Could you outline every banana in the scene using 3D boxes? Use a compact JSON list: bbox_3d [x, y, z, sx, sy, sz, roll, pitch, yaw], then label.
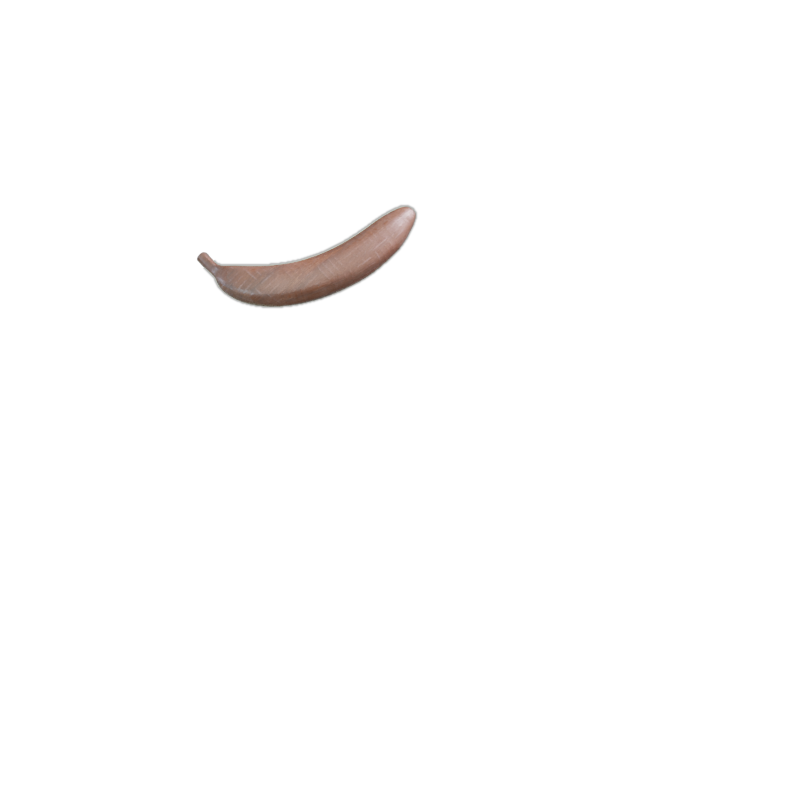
[{"bbox_3d":[-0.075,-0.120,0.965,0.197,0.073,0.035,-13,-17,-4],"label":"banana"}]
